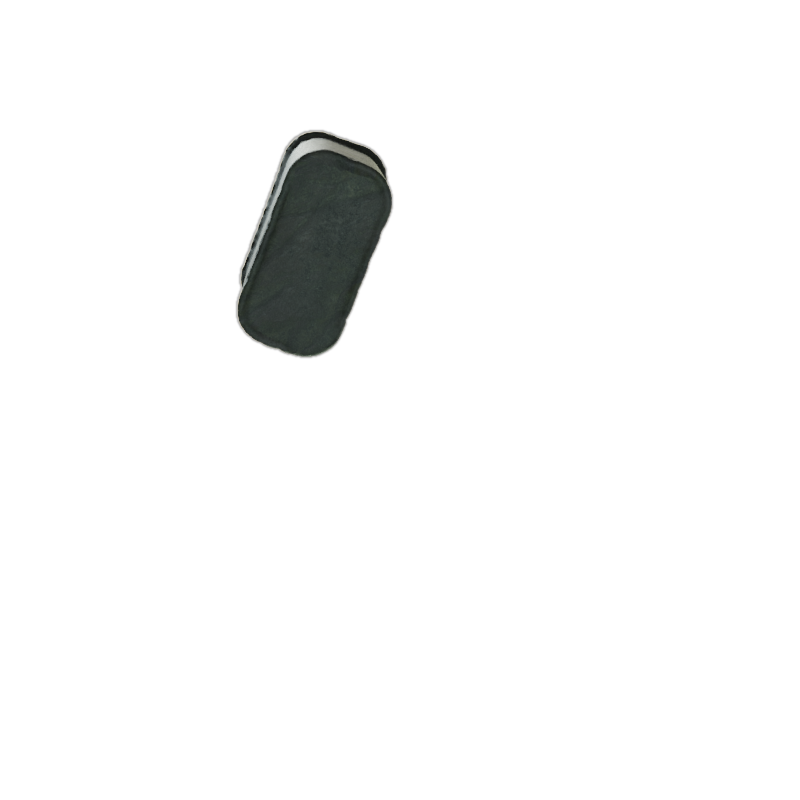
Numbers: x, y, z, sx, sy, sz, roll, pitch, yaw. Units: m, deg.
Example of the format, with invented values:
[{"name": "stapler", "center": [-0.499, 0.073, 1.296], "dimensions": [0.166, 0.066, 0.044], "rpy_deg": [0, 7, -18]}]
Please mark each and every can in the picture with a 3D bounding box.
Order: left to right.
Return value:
[{"name": "can", "center": [-0.043, -0.079, 0.550], "dimensions": [0.057, 0.100, 0.086], "rpy_deg": [20, 11, -8]}]
